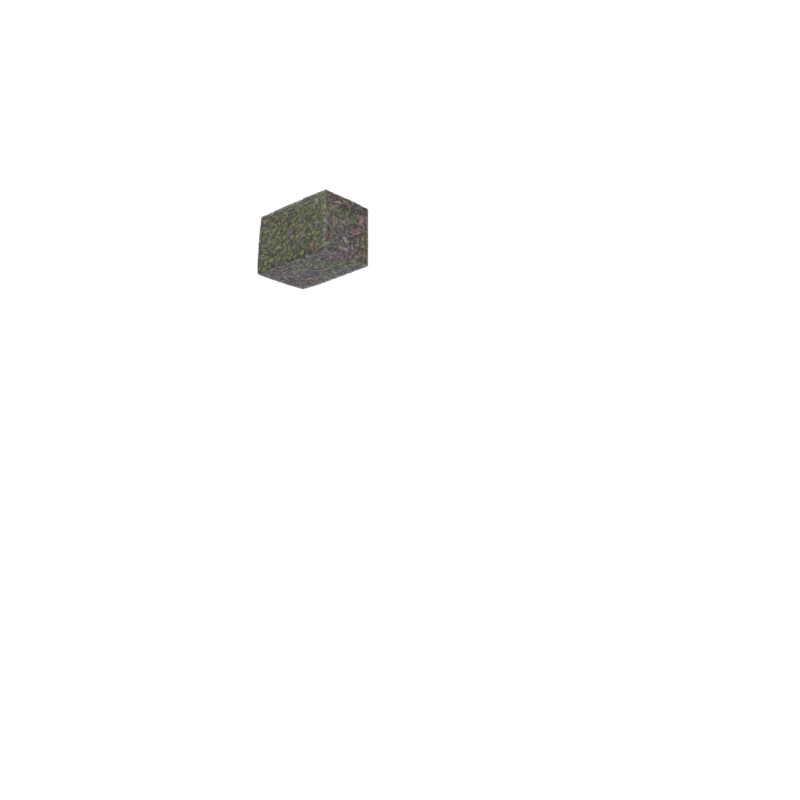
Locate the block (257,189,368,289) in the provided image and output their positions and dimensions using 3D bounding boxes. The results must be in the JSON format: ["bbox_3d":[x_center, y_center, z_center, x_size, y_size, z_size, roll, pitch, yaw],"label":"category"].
[{"bbox_3d":[-0.070,-0.128,0.897,0.079,0.054,0.049,-16,-24,39],"label":"block"}]
